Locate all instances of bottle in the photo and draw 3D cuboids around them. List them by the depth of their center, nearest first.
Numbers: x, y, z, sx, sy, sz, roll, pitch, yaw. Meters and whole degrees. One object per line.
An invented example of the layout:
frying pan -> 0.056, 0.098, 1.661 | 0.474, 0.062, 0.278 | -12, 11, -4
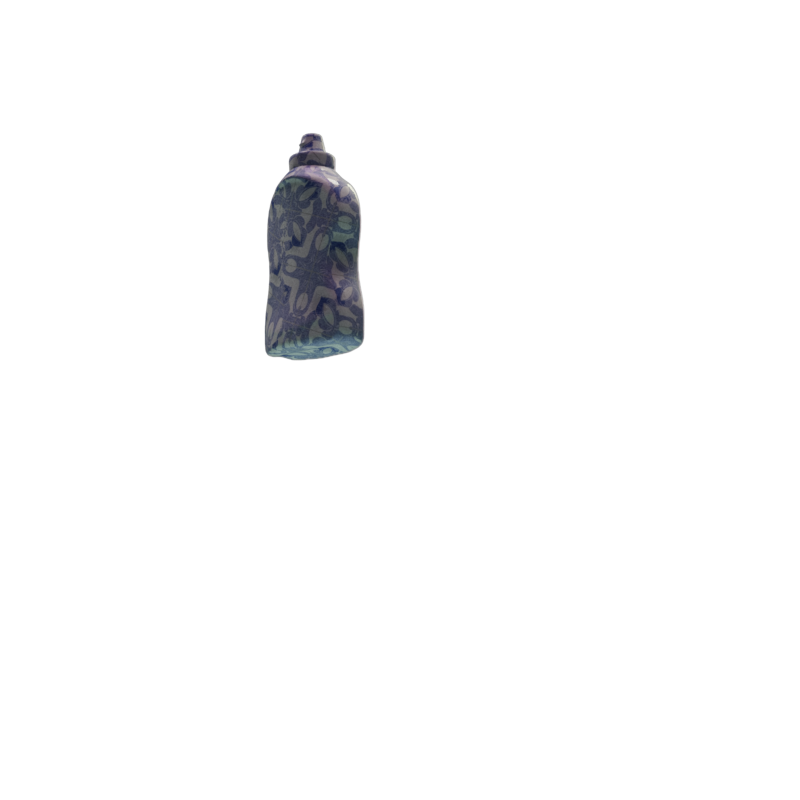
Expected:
bottle -> -0.074, -0.135, 0.942 | 0.055, 0.199, 0.098 | 12, -19, -40
